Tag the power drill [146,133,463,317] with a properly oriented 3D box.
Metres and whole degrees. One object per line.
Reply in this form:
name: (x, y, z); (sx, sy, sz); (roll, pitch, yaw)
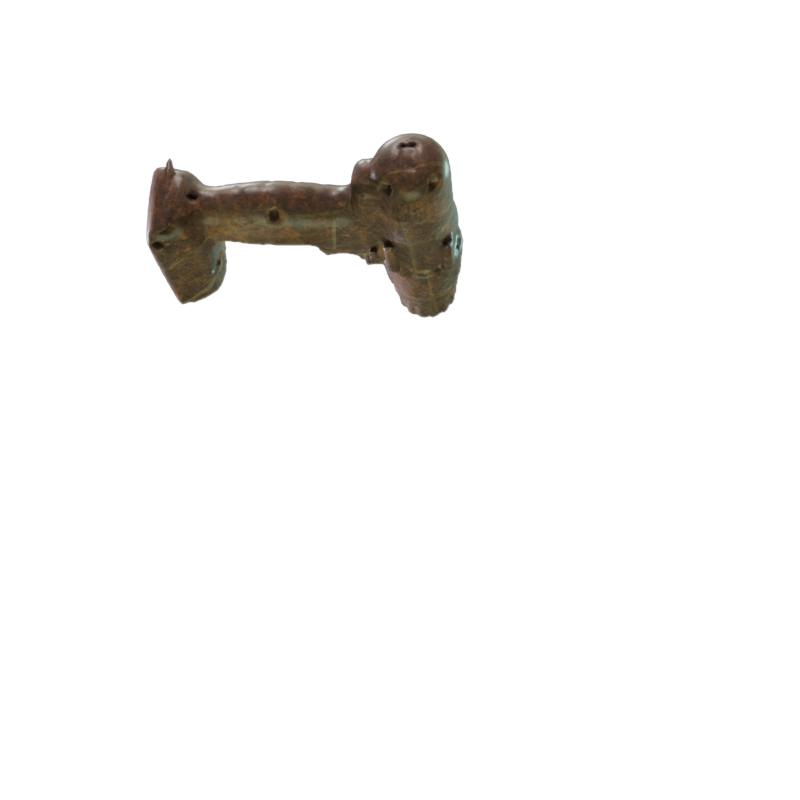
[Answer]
power drill: (-0.055, -0.100, 0.702); (0.189, 0.061, 0.172); (-3, -25, 6)
